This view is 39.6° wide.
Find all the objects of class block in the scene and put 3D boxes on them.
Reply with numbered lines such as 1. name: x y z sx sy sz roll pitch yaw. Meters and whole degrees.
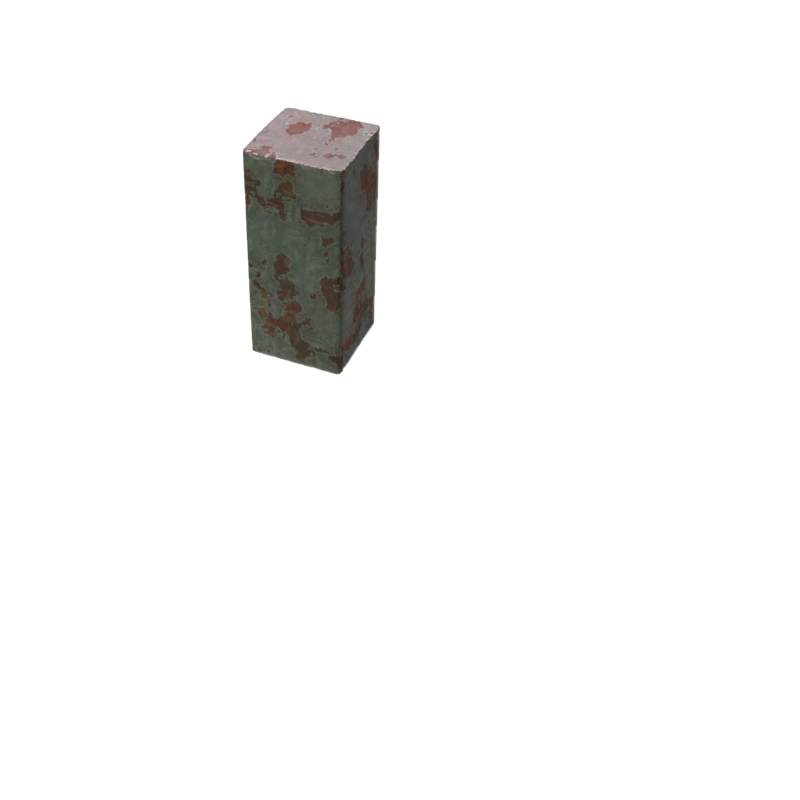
1. block: -0.076 -0.138 0.966 0.094 0.193 0.093 15 38 16
